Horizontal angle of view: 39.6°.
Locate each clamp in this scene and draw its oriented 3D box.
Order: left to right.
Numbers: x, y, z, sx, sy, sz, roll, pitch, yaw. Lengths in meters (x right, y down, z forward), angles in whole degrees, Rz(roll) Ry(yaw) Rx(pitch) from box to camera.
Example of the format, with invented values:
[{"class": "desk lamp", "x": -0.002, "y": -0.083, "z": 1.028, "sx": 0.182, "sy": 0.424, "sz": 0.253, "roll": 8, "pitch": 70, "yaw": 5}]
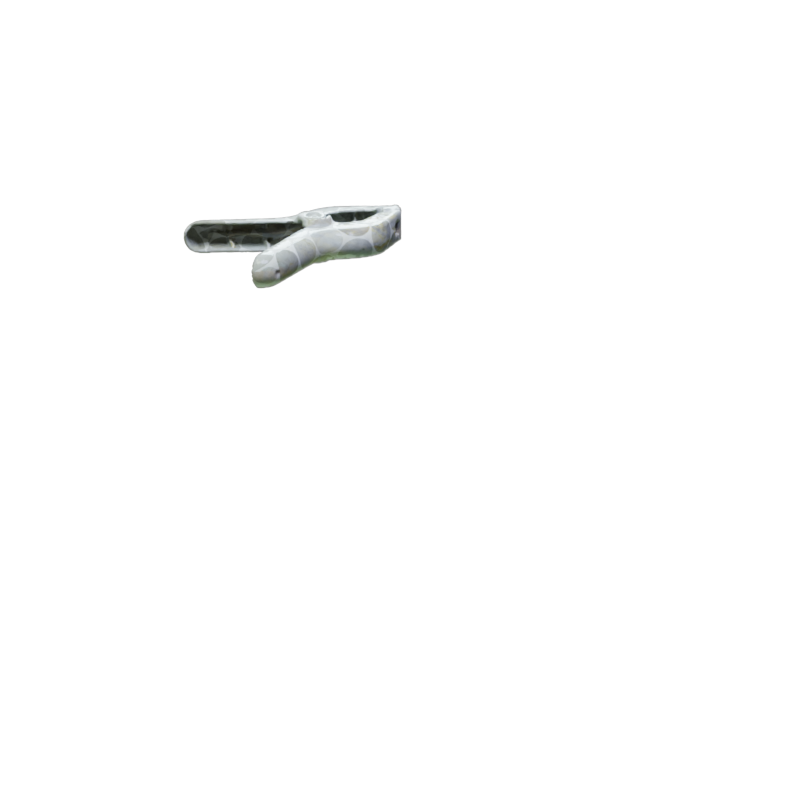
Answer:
[{"class": "clamp", "x": -0.065, "y": -0.119, "z": 0.834, "sx": 0.168, "sy": 0.037, "sz": 0.129, "roll": -13, "pitch": 32, "yaw": -22}]
